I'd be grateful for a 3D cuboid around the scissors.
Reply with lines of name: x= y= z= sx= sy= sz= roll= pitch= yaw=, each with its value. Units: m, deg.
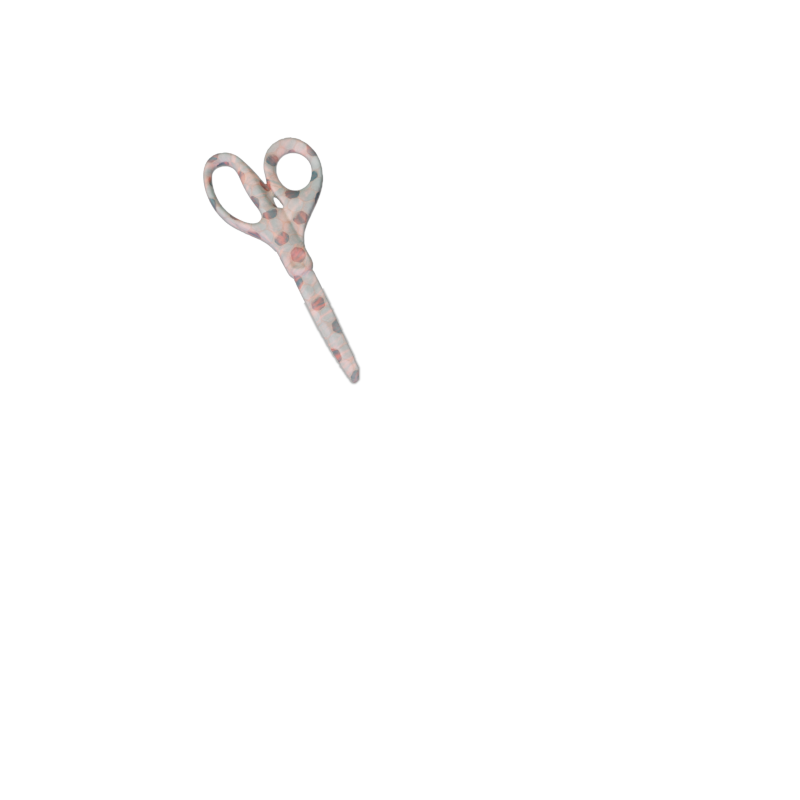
scissors: x=-0.062 y=-0.114 z=0.798 sx=0.097 sy=0.212 sz=0.015 roll=-37 pitch=-20 yaw=-16
